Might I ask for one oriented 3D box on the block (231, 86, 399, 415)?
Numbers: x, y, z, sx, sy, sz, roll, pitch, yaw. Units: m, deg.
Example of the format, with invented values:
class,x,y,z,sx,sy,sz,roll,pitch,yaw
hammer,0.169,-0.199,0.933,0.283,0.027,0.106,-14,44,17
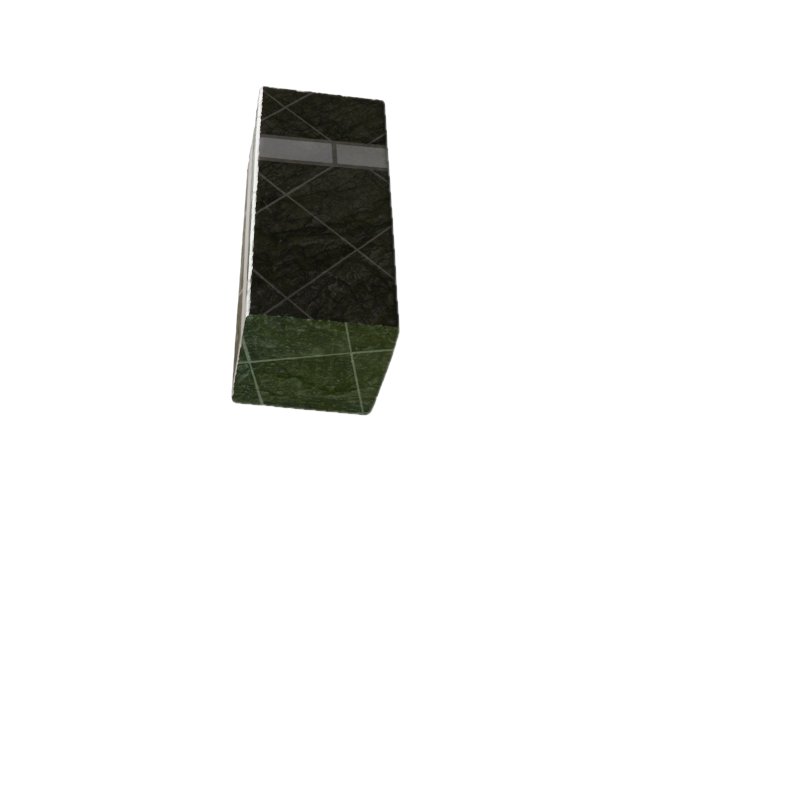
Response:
class,x,y,z,sx,sy,sz,roll,pitch,yaw
block,-0.057,-0.103,0.728,0.089,0.221,0.085,5,-41,-10
